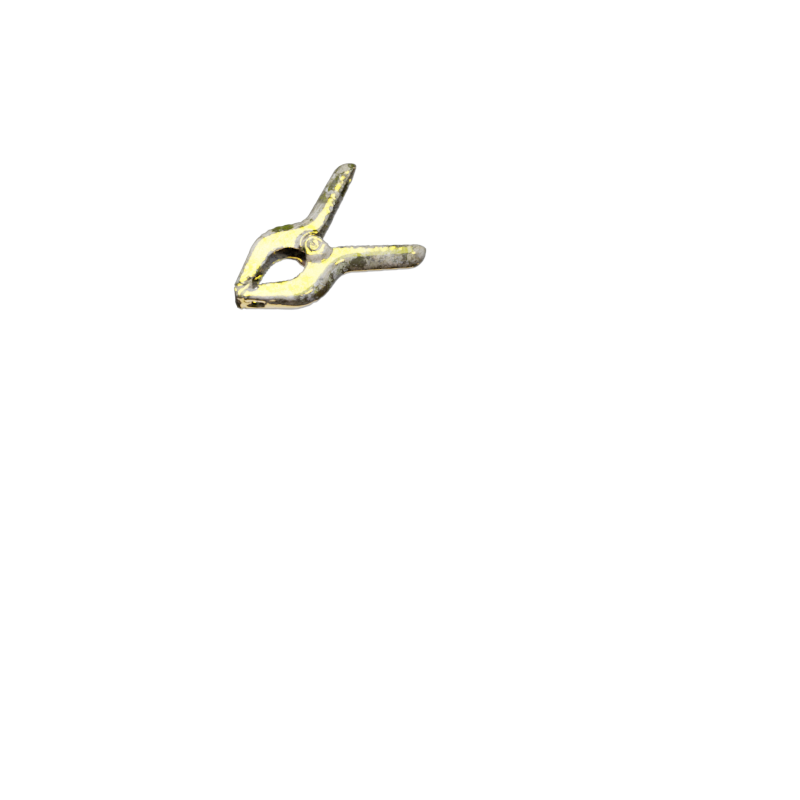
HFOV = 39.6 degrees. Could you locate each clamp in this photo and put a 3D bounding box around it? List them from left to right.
[{"bbox_3d":[-0.077,-0.140,0.982,0.170,0.129,0.037,-23,-30,-15],"label":"clamp"}]
